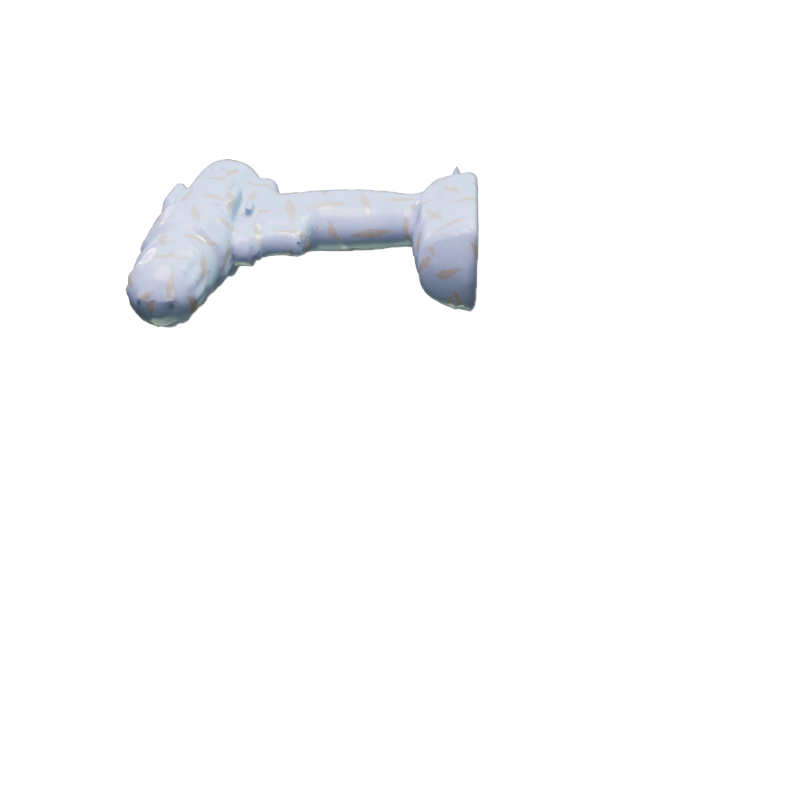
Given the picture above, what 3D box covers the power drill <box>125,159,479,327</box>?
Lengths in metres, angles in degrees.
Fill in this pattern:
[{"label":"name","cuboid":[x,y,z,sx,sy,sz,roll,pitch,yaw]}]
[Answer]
[{"label":"power drill","cuboid":[-0.050,-0.091,0.634,0.189,0.054,0.193,4,30,6]}]
